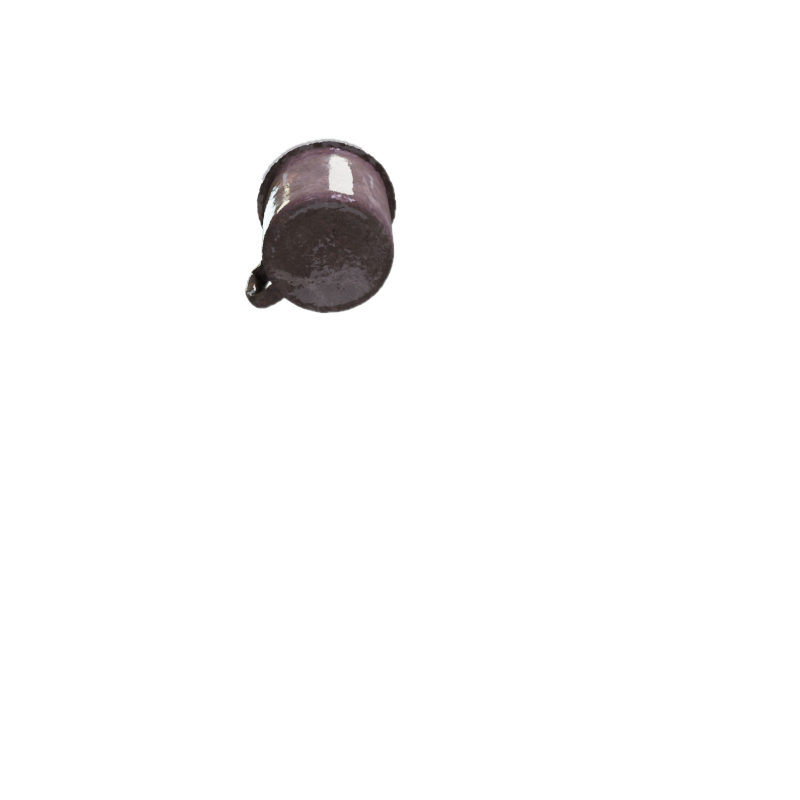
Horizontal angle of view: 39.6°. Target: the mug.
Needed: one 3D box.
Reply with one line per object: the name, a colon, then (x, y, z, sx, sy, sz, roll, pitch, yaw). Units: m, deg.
mug: (-0.056, -0.101, 0.709, 0.116, 0.089, 0.086, -37, 24, 17)
